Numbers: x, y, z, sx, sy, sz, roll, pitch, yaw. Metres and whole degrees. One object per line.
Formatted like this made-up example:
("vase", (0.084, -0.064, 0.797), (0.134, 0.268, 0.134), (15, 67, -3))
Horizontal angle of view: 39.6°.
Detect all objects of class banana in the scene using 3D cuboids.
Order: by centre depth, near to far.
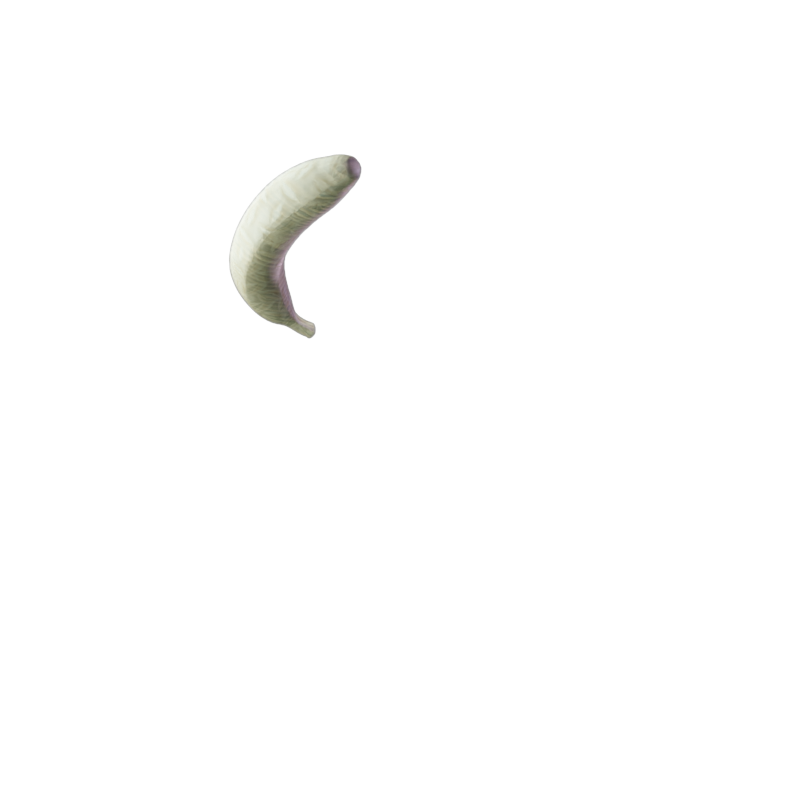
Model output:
("banana", (-0.076, -0.103, 0.728), (0.069, 0.039, 0.188), (5, -28, -11))
